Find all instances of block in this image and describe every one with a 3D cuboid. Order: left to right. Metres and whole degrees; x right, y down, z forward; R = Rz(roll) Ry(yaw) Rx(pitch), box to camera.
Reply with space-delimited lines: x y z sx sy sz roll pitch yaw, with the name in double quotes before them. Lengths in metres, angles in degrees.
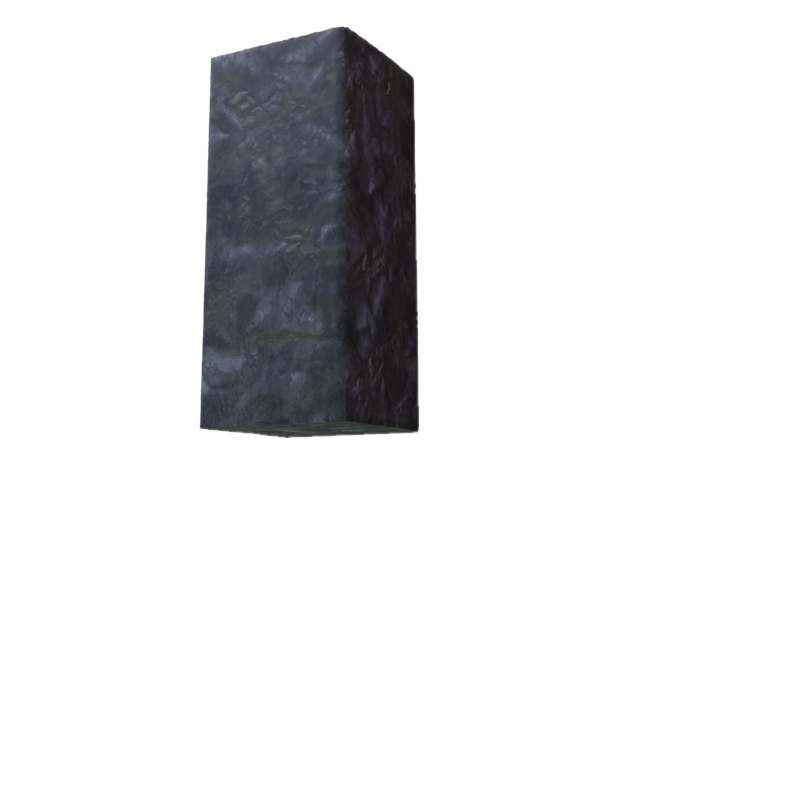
"block" -0.047 -0.087 0.613 0.093 0.213 0.085 -7 -14 27
